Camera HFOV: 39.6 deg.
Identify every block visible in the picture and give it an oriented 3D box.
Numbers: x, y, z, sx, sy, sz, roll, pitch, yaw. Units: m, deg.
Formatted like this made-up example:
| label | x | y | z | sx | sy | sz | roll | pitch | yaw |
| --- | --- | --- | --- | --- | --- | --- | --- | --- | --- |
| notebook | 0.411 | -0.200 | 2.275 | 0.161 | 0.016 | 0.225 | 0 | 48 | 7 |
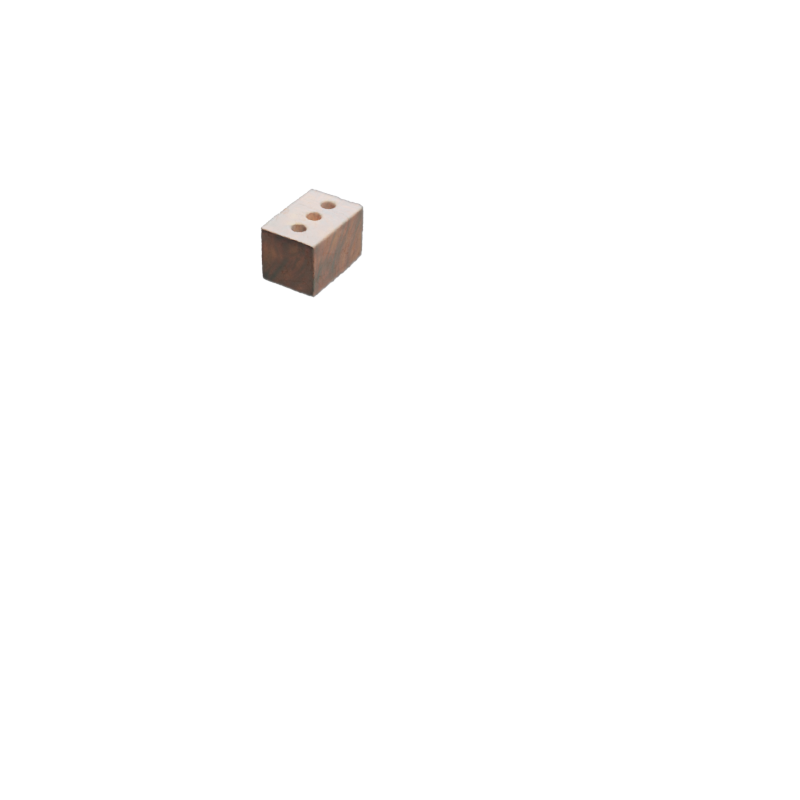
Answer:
| label | x | y | z | sx | sy | sz | roll | pitch | yaw |
| --- | --- | --- | --- | --- | --- | --- | --- | --- | --- |
| block | -0.071 | -0.130 | 0.913 | 0.055 | 0.048 | 0.080 | 20 | 41 | 23 |
